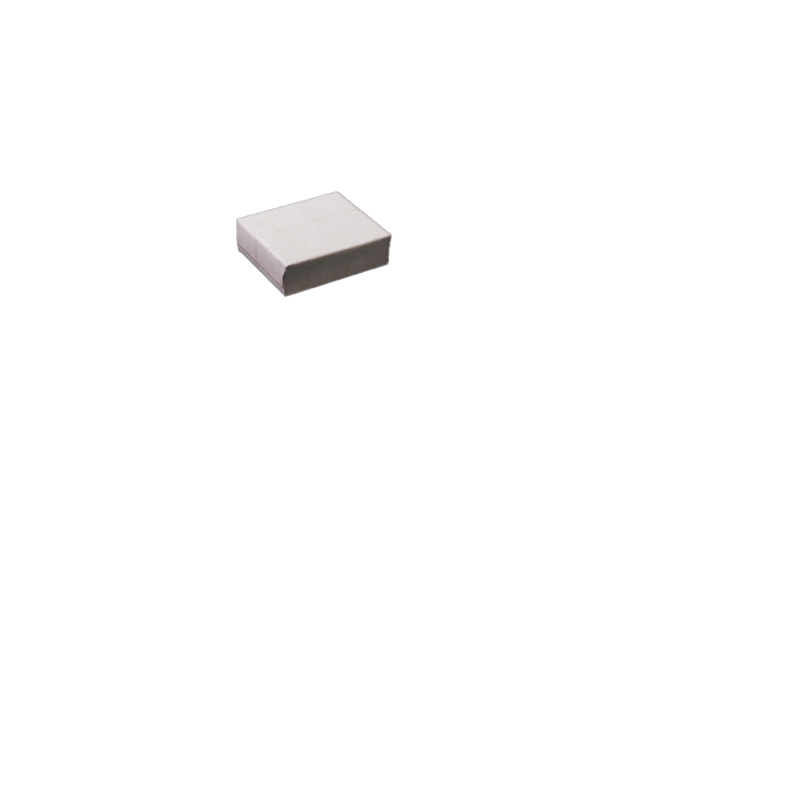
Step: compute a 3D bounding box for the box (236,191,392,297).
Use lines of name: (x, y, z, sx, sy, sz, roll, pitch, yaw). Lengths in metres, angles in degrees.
box: (-0.078, -0.142, 0.997, 0.112, 0.036, 0.097, -22, 43, -26)
